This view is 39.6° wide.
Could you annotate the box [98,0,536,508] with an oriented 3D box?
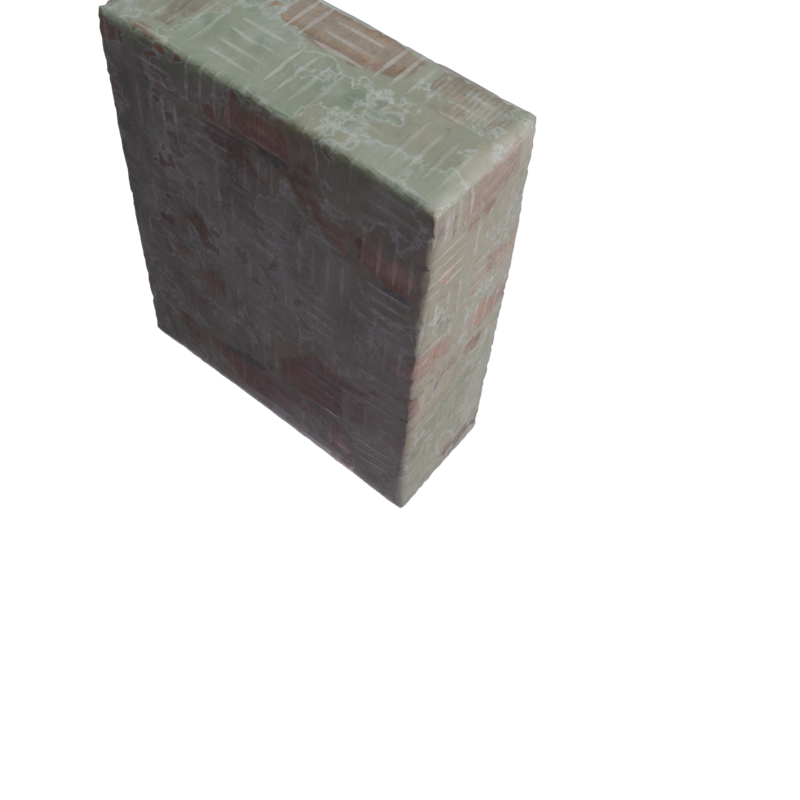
[{"bbox_3d":[-0.038,-0.069,0.483,0.173,0.073,0.200,36,-30,21],"label":"box"}]
